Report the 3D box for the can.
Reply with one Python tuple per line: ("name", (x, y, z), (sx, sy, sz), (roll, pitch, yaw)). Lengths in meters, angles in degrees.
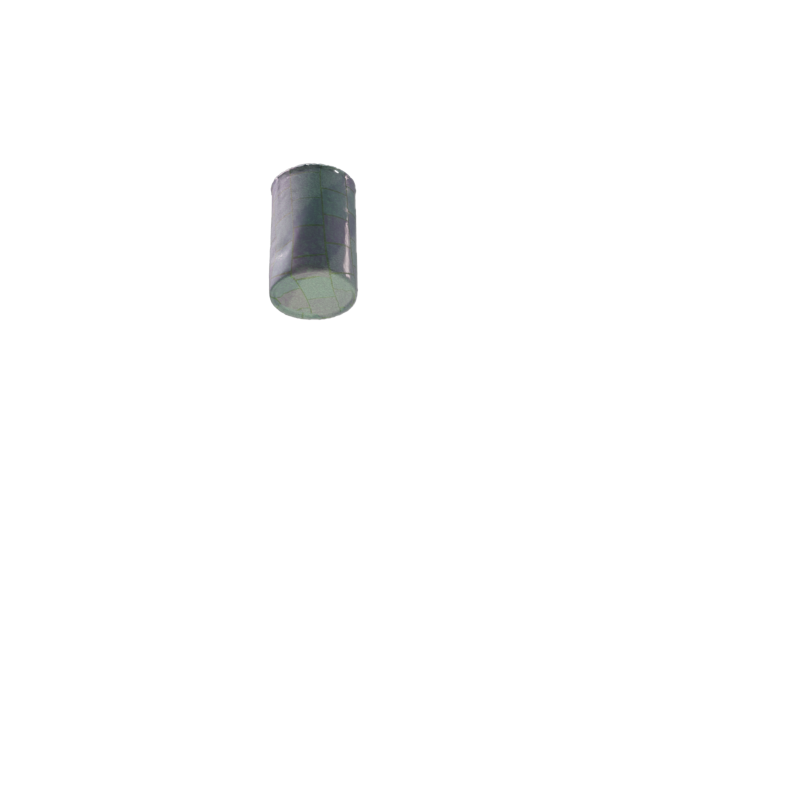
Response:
("can", (-0.067, -0.121, 0.851), (0.068, 0.109, 0.064), (-1, -33, -2))
